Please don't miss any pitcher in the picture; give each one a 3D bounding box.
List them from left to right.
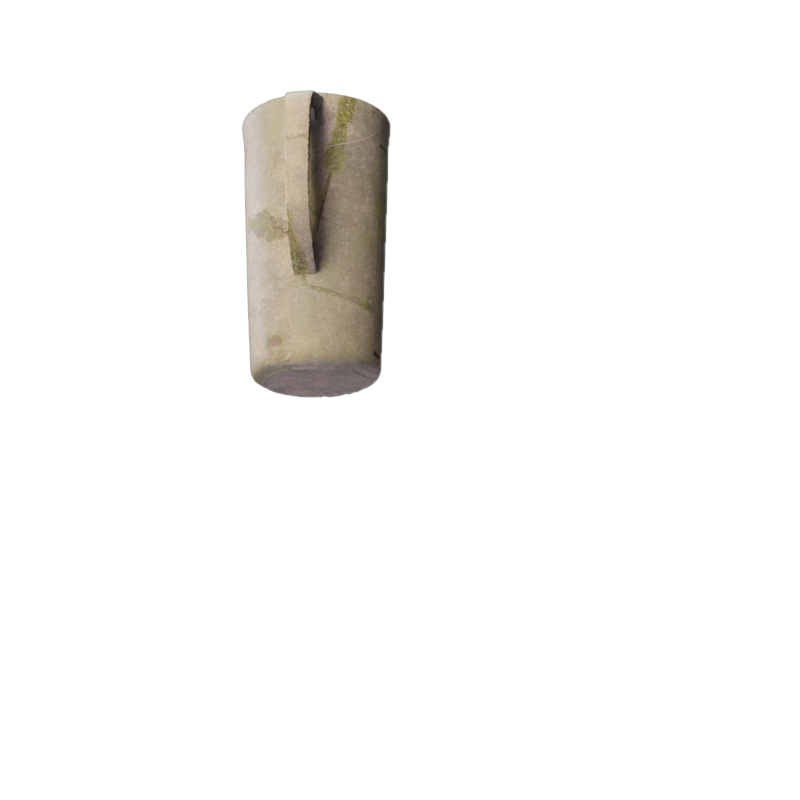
[{"bbox_3d":[-0.074,-0.135,0.943,0.141,0.255,0.146,15,-26,-37],"label":"pitcher"}]
